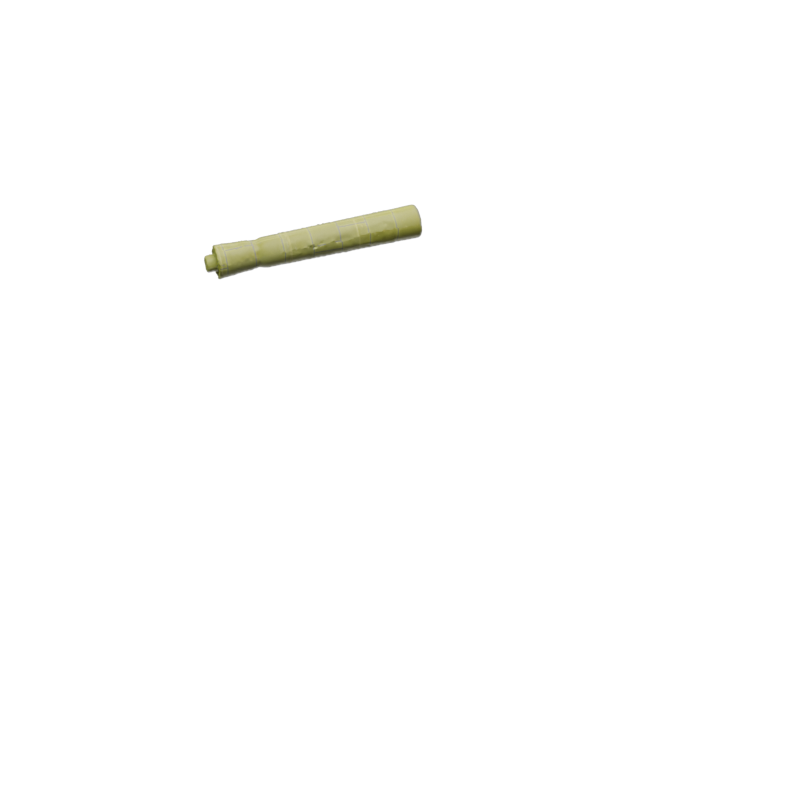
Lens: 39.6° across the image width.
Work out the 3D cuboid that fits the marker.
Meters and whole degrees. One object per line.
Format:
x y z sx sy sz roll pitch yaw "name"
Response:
-0.047 -0.087 0.607 0.120 0.019 0.020 -14 7 -13 "marker"
